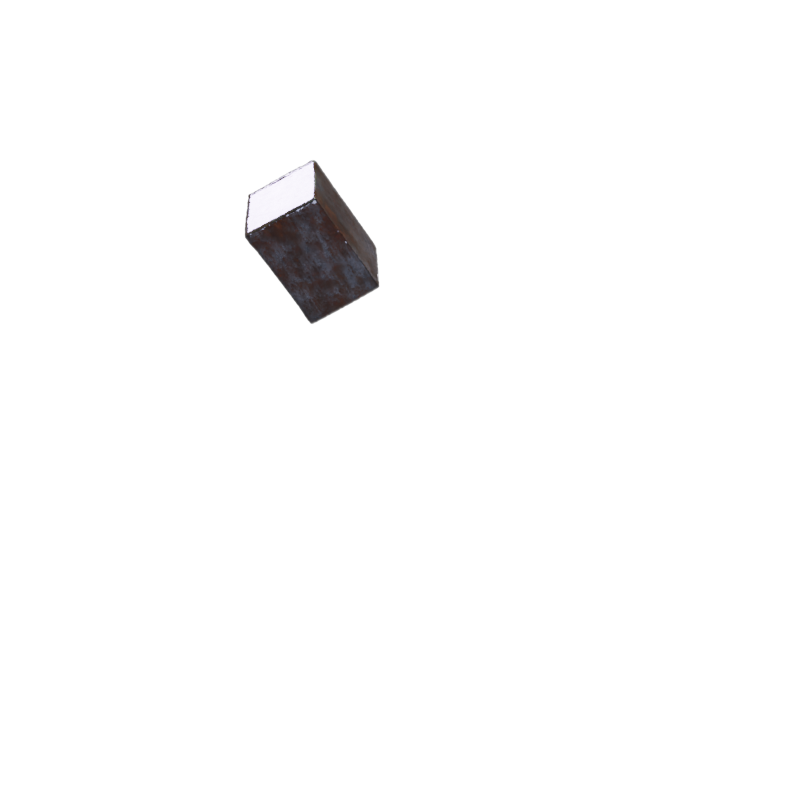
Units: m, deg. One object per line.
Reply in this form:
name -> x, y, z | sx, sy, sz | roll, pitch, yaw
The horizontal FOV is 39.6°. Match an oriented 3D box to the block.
block -> -0.055, -0.099, 0.696 | 0.053, 0.073, 0.055 | -27, 31, 15
